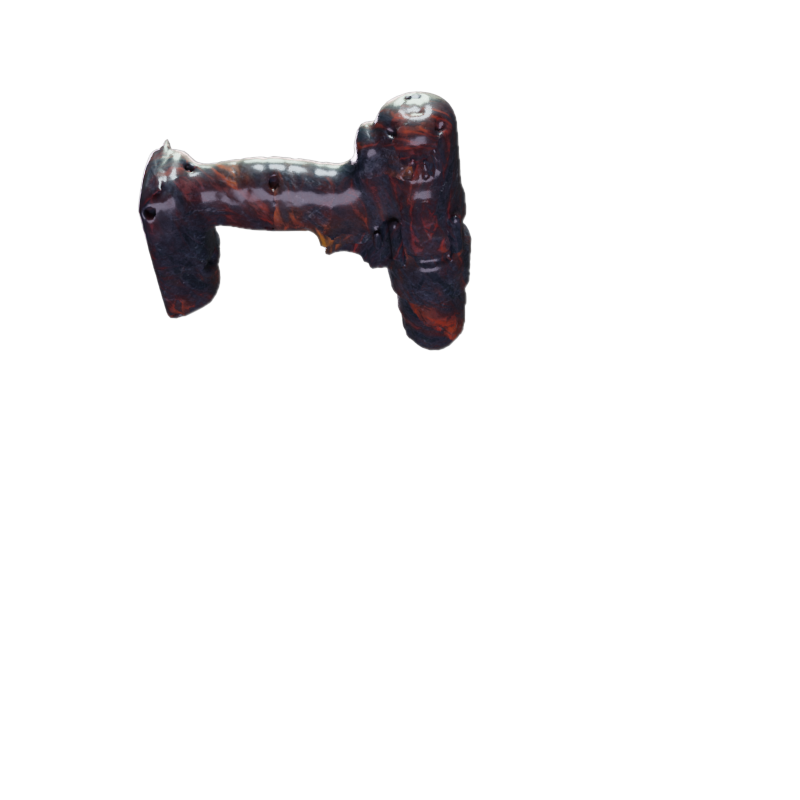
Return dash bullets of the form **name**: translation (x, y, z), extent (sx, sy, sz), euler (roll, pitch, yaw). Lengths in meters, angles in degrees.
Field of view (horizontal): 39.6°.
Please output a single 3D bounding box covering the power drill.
- **power drill**: translation (-0.052, -0.095, 0.664), extent (0.188, 0.171, 0.062), euler (-5, 42, 4)
